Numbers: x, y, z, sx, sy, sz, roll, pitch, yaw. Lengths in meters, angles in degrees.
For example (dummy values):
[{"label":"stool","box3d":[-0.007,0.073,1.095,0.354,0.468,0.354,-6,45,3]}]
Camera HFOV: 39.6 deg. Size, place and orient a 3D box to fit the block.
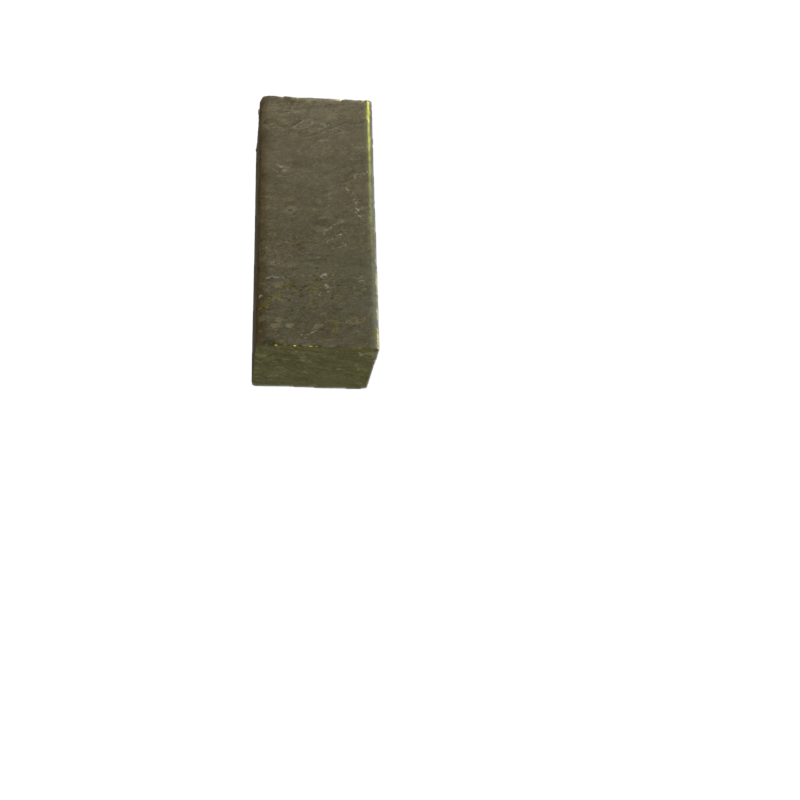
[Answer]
[{"label":"block","box3d":[-0.067,-0.122,0.852,0.089,0.218,0.086,1,-24,-7]}]
